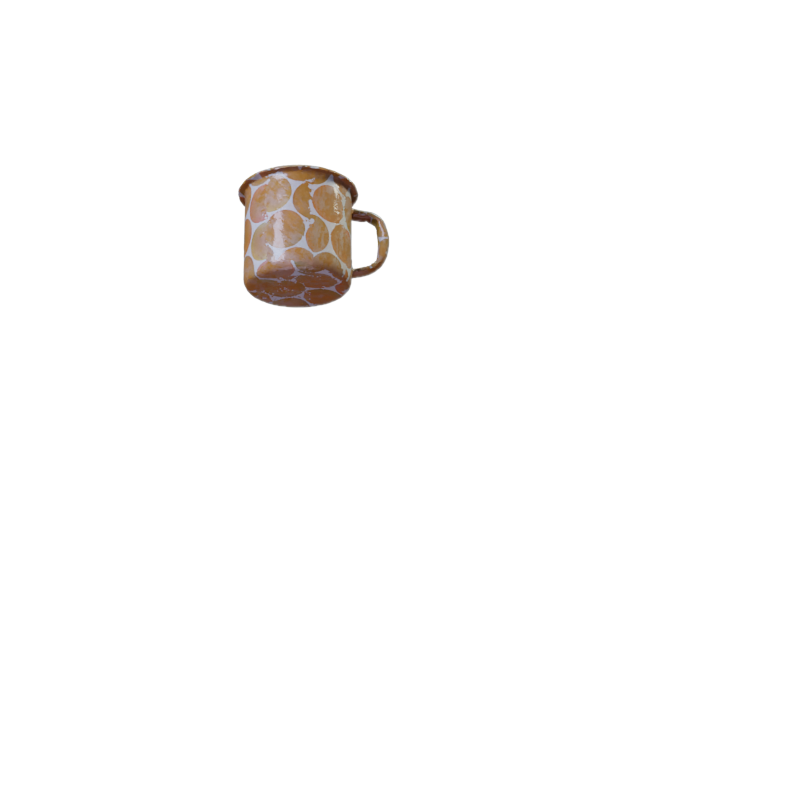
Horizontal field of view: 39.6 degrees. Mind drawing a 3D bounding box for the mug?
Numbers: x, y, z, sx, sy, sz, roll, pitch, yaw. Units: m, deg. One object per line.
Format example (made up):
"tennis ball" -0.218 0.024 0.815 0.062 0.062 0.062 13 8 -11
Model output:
"mug" -0.066 -0.121 0.847 0.115 0.086 0.090 4 -22 -11
